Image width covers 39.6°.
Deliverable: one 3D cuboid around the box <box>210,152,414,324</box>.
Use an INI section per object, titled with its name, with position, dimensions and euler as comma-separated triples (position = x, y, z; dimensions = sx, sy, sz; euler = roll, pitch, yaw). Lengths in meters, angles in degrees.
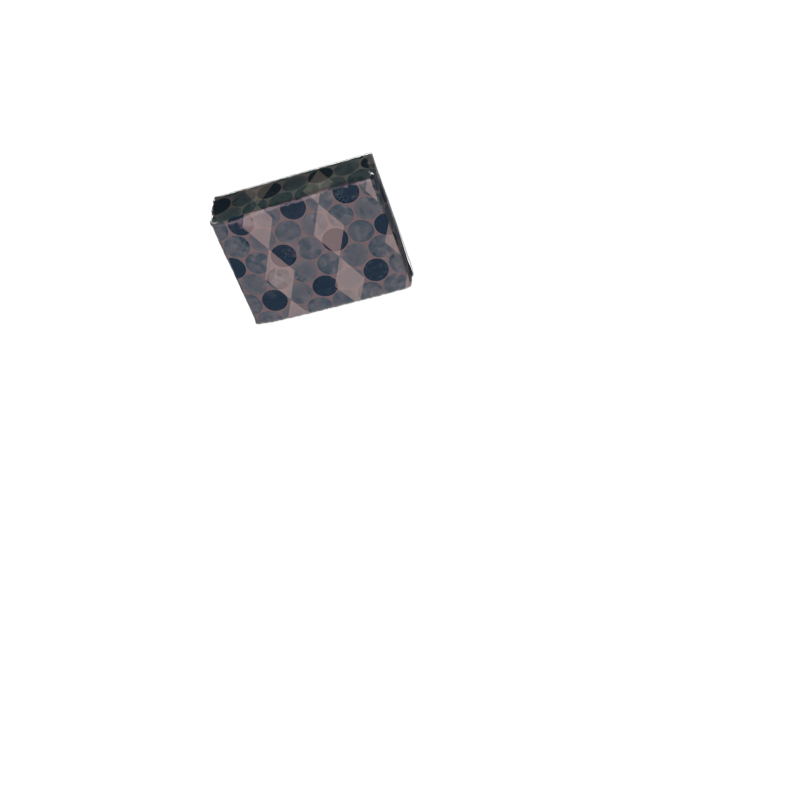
[box]
position = -0.057, -0.104, 0.732
dimensions = 0.114, 0.084, 0.041
euler = -15, 34, 9
